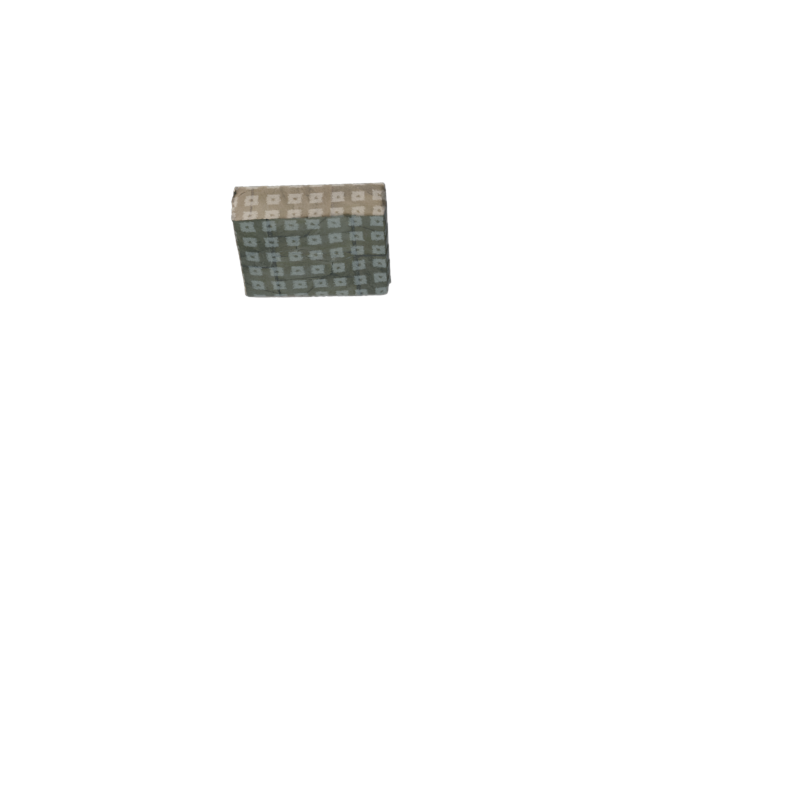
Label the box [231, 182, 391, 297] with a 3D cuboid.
[{"bbox_3d":[-0.064,-0.117,0.823,0.114,0.042,0.083,-2,-39,2],"label":"box"}]
